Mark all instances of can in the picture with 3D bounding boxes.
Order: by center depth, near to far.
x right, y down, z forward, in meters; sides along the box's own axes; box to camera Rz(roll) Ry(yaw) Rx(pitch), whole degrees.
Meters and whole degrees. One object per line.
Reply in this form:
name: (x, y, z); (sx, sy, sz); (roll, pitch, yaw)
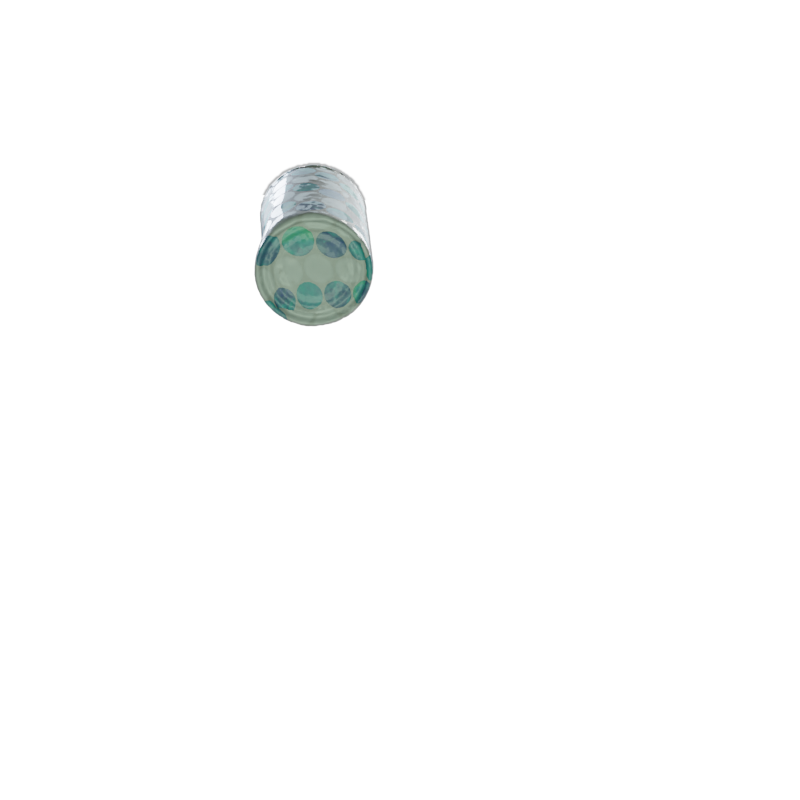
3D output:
can: (-0.051, -0.094, 0.657); (0.068, 0.065, 0.108); (0, 24, -3)
